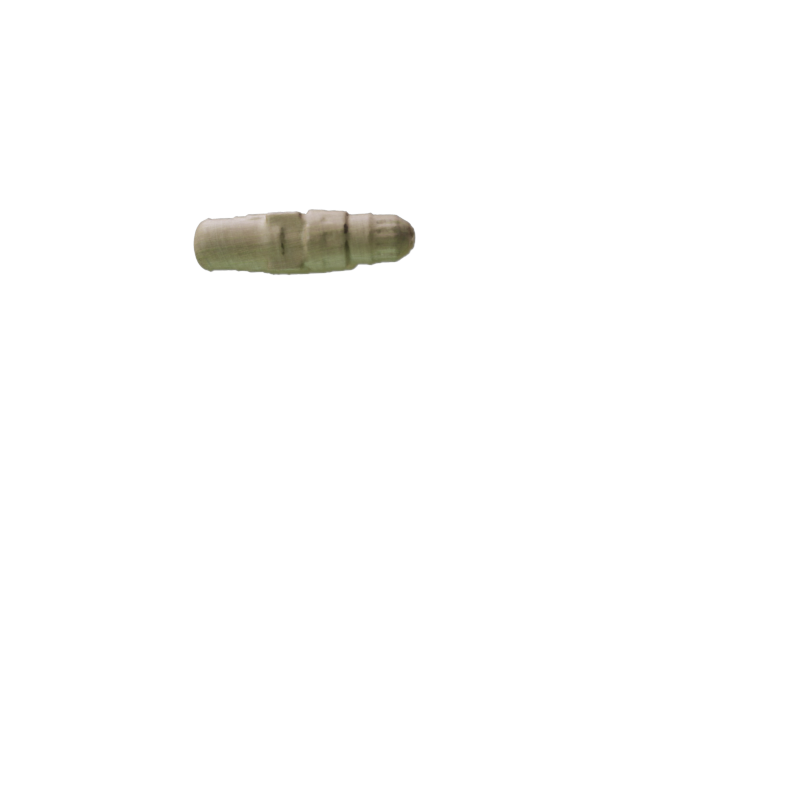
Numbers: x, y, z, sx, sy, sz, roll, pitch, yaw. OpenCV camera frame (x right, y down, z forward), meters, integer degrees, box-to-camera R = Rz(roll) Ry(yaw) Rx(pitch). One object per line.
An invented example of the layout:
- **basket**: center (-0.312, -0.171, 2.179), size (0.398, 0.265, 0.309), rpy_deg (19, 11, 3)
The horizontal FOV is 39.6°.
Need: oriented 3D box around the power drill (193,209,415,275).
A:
- **power drill**: center (-0.077, -0.141, 0.989), size (0.186, 0.057, 0.187), rpy_deg (0, 5, 4)
